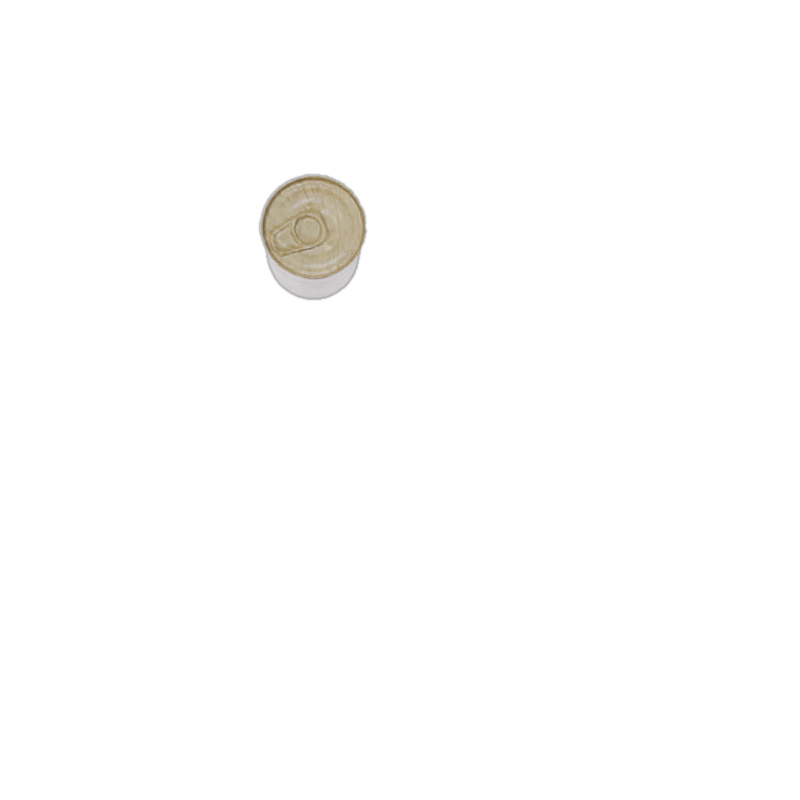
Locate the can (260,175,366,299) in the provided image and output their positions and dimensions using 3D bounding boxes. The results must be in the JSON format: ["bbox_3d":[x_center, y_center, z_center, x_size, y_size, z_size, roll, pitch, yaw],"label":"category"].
[{"bbox_3d":[-0.060,-0.109,0.762,0.068,0.070,0.100,0,-6,-3],"label":"can"}]
